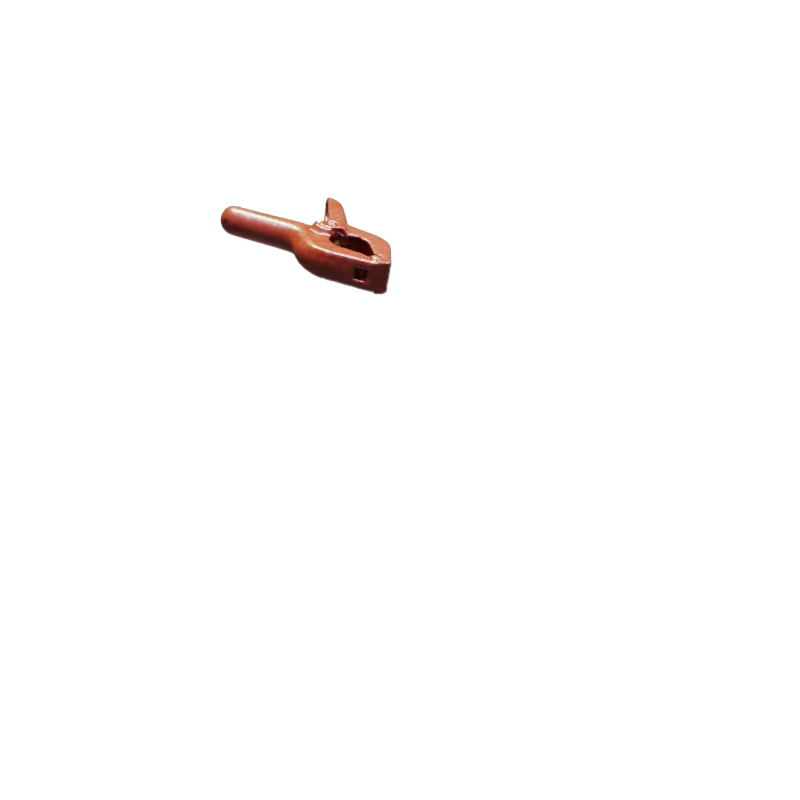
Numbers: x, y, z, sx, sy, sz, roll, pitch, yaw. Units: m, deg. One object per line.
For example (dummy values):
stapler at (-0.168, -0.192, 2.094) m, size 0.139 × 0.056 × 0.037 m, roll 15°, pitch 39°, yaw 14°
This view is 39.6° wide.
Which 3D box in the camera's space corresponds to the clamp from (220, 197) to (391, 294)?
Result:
clamp at (-0.072, -0.131, 0.921) m, size 0.118 × 0.037 × 0.184 m, roll -12°, pitch 29°, yaw -23°
